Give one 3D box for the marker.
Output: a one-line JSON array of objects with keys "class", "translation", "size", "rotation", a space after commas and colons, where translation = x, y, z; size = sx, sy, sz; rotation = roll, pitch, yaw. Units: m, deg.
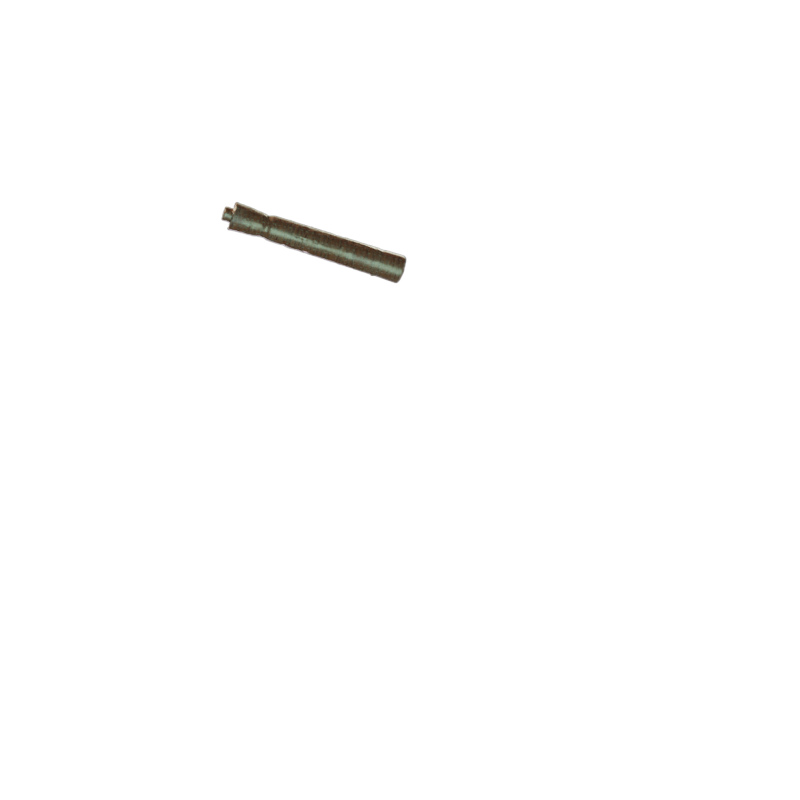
[{"class": "marker", "translation": [-0.056, -0.101, 0.709], "size": [0.119, 0.020, 0.020], "rotation": [17, 1, -8]}]
